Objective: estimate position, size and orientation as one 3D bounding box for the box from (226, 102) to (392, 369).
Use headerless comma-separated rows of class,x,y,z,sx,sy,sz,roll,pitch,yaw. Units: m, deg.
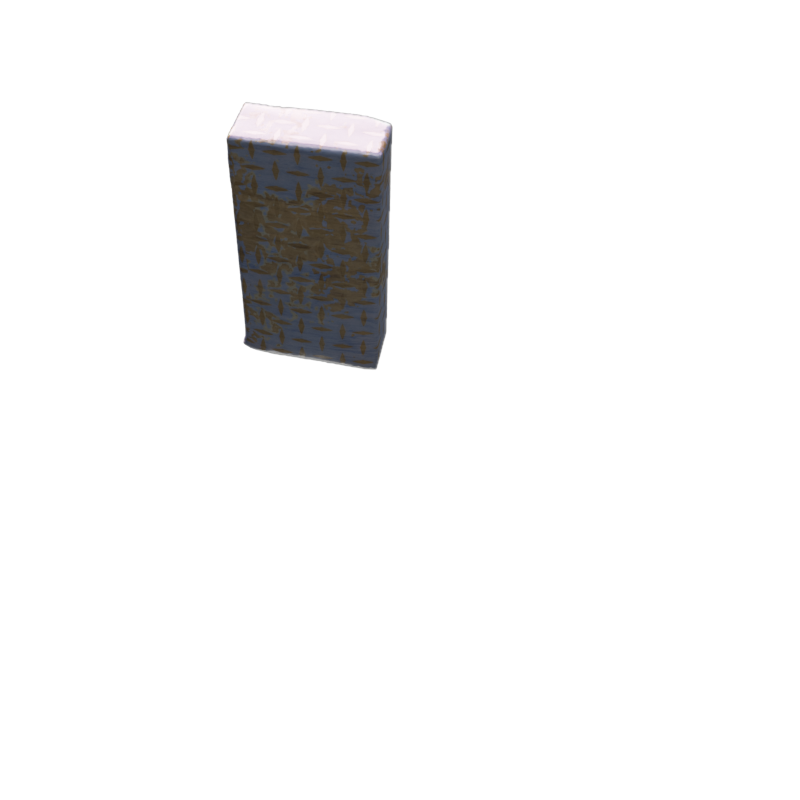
box,-0.054,-0.099,0.693,0.095,0.164,0.051,11,43,8
